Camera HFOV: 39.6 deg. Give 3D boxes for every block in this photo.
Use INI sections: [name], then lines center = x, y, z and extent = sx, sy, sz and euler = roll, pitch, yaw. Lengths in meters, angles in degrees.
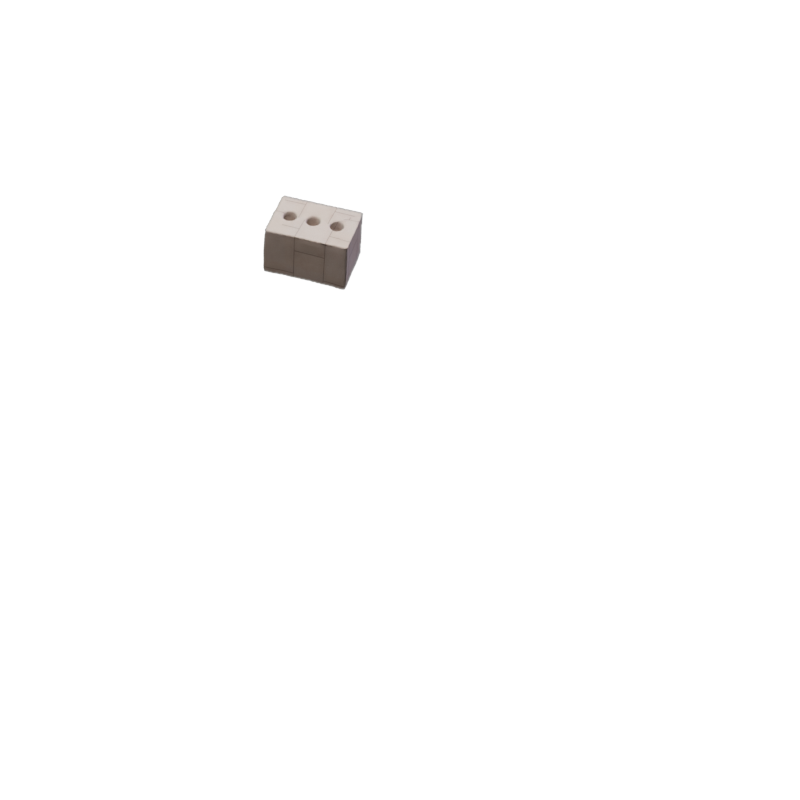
[block]
center = -0.077, -0.141, 0.990
extent = 0.080, 0.048, 0.055
euler = 13, 47, 11
